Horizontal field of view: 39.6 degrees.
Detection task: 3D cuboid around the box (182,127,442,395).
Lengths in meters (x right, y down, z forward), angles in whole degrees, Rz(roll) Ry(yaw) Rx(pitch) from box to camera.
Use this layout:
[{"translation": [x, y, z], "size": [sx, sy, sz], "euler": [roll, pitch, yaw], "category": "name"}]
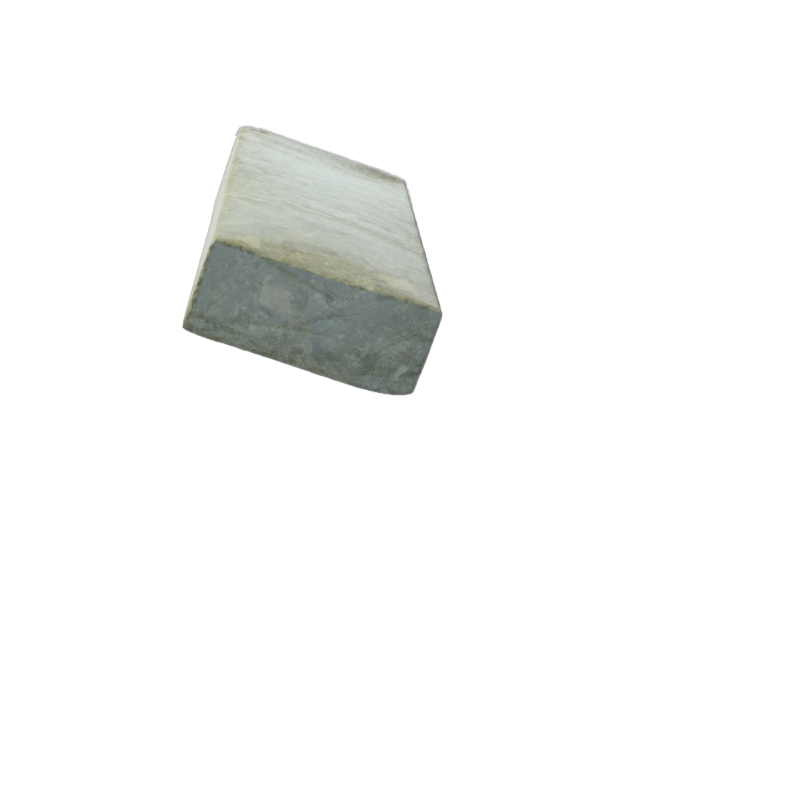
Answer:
[{"translation": [-0.039, -0.071, 0.492], "size": [0.092, 0.046, 0.186], "euler": [16, 26, -12], "category": "box"}]
